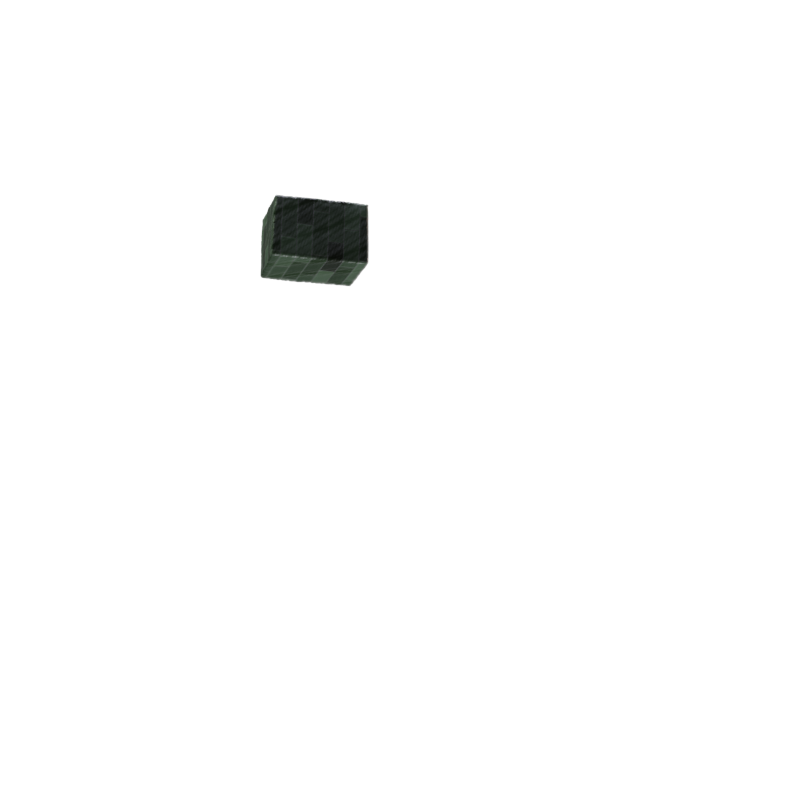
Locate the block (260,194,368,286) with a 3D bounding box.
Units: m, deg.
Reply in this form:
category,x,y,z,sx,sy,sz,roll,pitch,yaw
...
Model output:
category,x,y,z,sx,sy,sz,roll,pitch,yaw
block,-0.069,-0.125,0.879,0.076,0.054,0.051,4,-20,-15
